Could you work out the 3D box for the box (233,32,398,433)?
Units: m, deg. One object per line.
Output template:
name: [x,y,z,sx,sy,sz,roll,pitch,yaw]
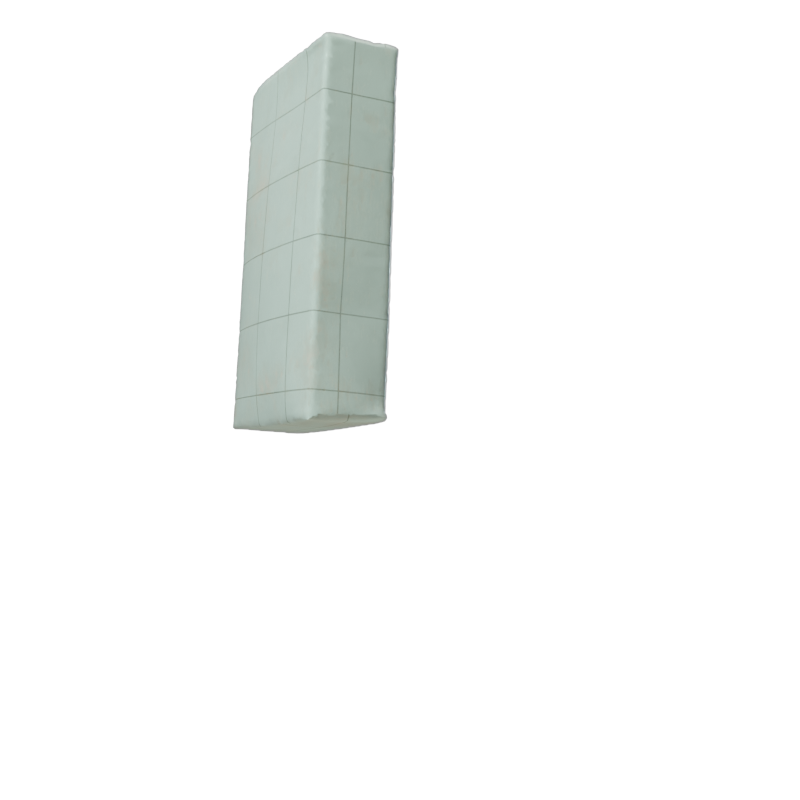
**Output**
box: [-0.042,-0.075,0.528,0.046,0.181,0.094,6,-12,-28]
